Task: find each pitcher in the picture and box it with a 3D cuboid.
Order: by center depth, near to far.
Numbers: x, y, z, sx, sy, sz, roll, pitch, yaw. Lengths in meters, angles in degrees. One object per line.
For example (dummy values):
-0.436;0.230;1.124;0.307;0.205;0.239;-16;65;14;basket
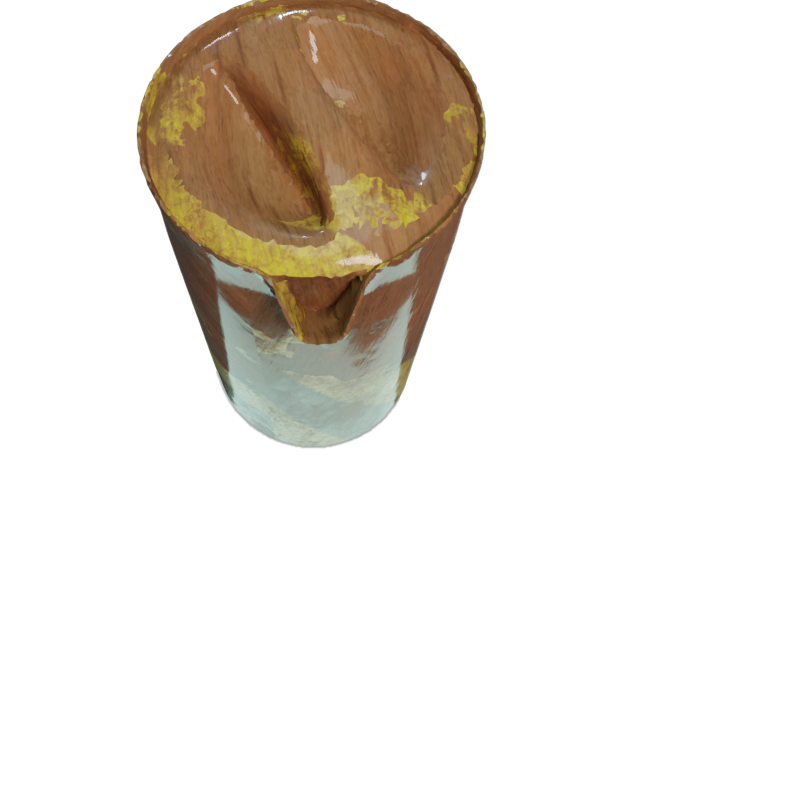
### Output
-0.041;-0.075;0.528;0.151;0.151;0.230;38;-20;13;pitcher
